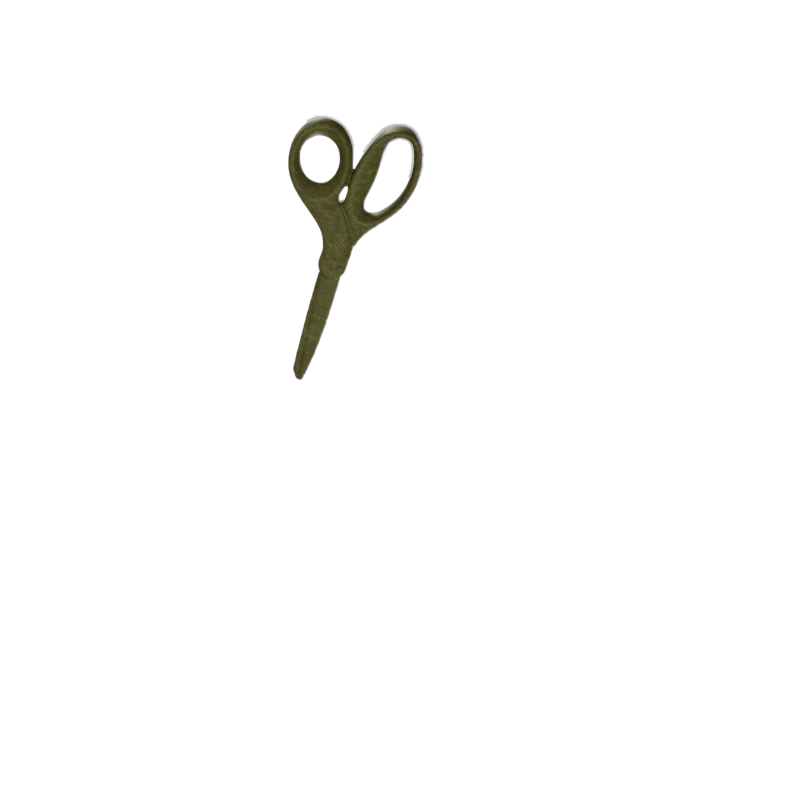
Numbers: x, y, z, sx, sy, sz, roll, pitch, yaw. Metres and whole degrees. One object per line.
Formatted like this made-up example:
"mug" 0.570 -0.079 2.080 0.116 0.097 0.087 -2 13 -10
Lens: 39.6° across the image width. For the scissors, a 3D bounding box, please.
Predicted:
"scissors" -0.059 -0.107 0.752 0.093 0.196 0.017 29 23 -14
